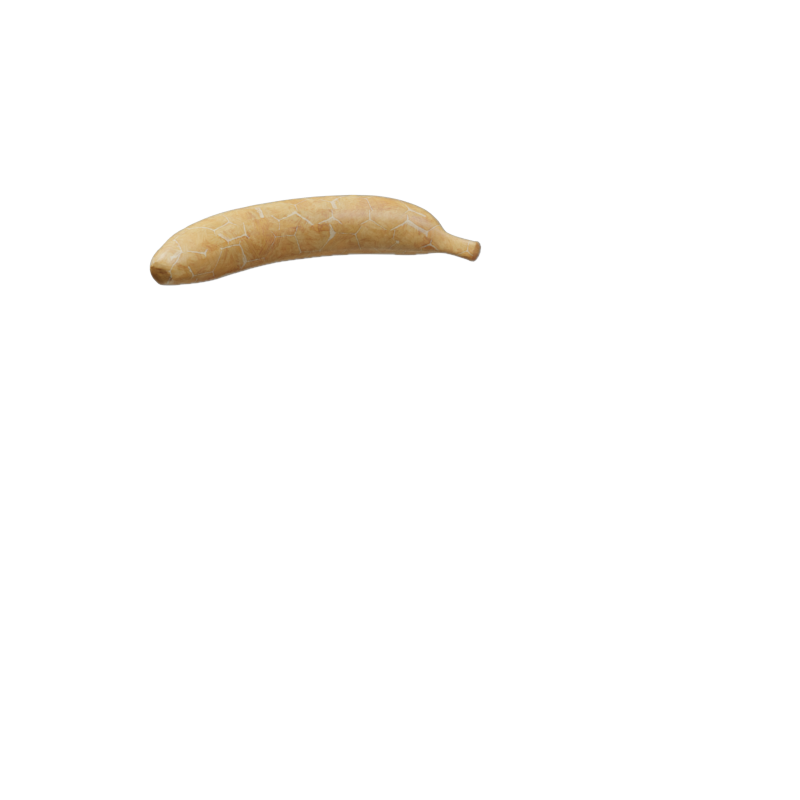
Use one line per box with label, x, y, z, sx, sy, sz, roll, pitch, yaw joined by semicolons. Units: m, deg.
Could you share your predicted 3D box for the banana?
banana;-0.053;-0.093;0.628;0.193;0.035;0.074;-9;20;-25
